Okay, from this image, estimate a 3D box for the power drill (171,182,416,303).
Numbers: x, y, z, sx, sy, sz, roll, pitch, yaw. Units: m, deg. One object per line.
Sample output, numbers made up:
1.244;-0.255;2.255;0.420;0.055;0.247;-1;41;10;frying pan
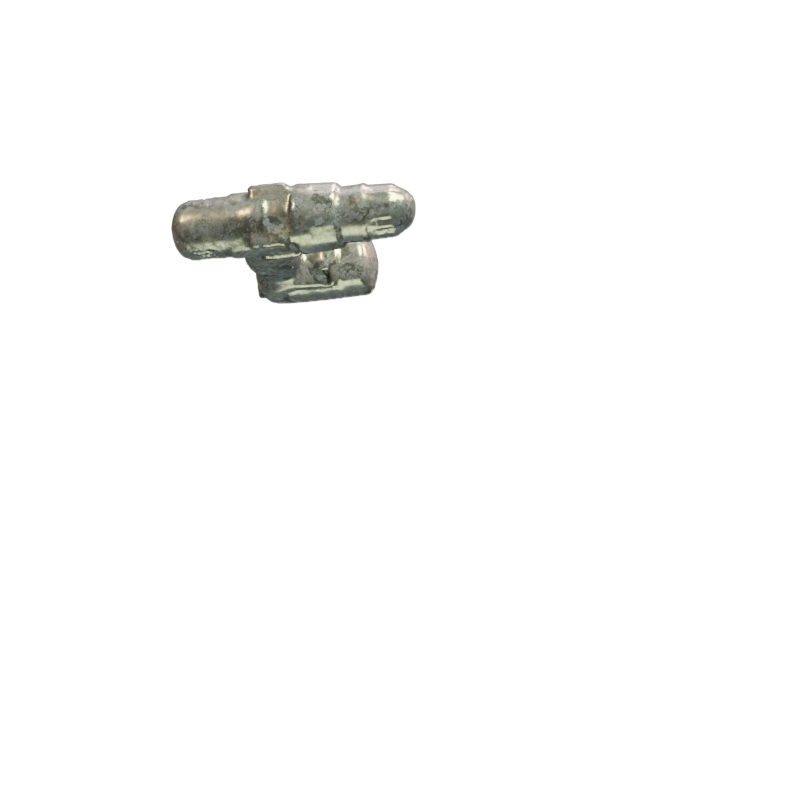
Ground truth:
-0.070;-0.127;0.889;0.187;0.059;0.179;-2;-10;11;power drill
